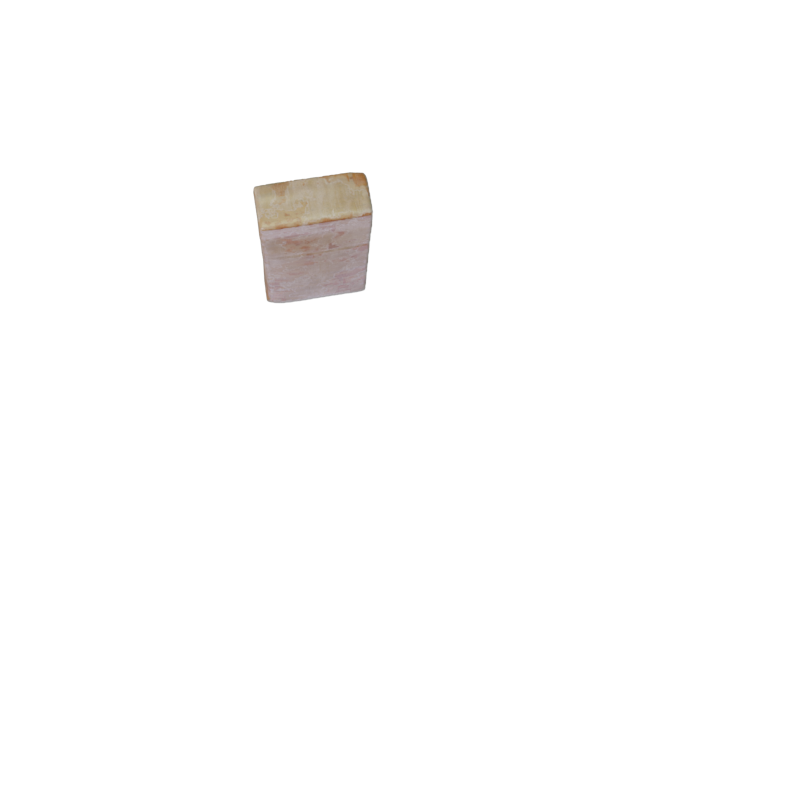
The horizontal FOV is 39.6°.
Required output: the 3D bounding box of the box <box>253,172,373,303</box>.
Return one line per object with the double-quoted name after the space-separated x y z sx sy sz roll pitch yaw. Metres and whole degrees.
-0.074 -0.136 0.951 0.093 0.051 0.168 -8 -18 -6 "box"
